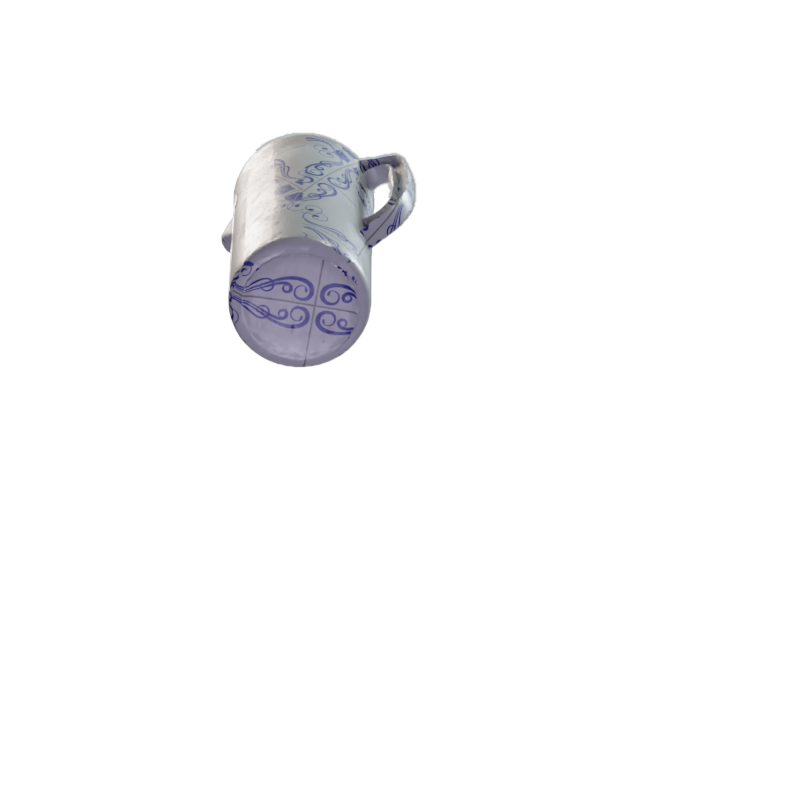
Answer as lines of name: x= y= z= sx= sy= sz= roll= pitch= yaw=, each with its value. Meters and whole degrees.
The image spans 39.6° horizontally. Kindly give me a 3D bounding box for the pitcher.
pitcher: x=-0.073 y=-0.133 z=0.932 sx=0.142 sy=0.144 sz=0.257 roll=18 pitch=25 yaw=-12
